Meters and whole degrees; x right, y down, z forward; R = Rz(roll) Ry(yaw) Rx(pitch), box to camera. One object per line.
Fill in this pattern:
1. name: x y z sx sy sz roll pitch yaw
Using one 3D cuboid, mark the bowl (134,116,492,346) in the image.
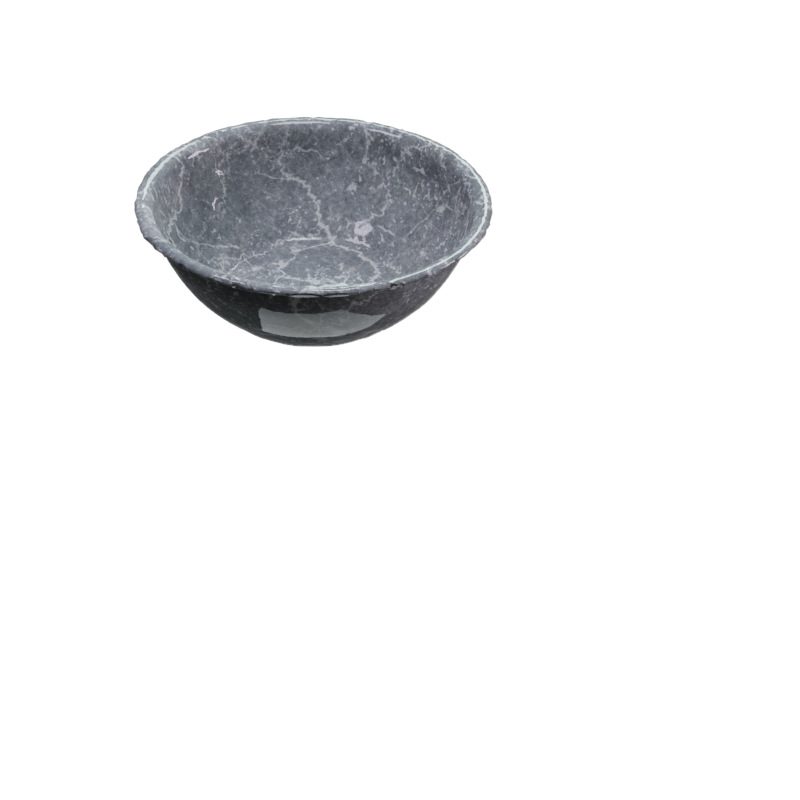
1. bowl: -0.040 -0.074 0.516 0.162 0.051 0.173 -1 37 -2
